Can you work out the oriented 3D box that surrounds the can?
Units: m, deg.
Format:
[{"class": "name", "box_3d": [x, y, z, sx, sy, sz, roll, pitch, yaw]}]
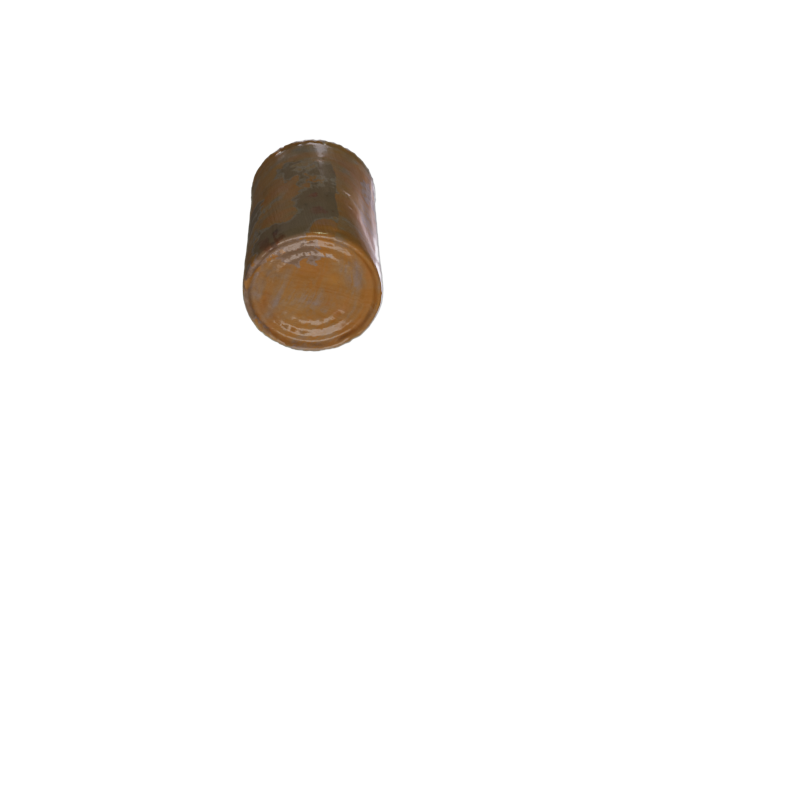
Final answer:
[{"class": "can", "box_3d": [-0.044, -0.080, 0.559, 0.068, 0.064, 0.109, -1, 34, -3]}]
